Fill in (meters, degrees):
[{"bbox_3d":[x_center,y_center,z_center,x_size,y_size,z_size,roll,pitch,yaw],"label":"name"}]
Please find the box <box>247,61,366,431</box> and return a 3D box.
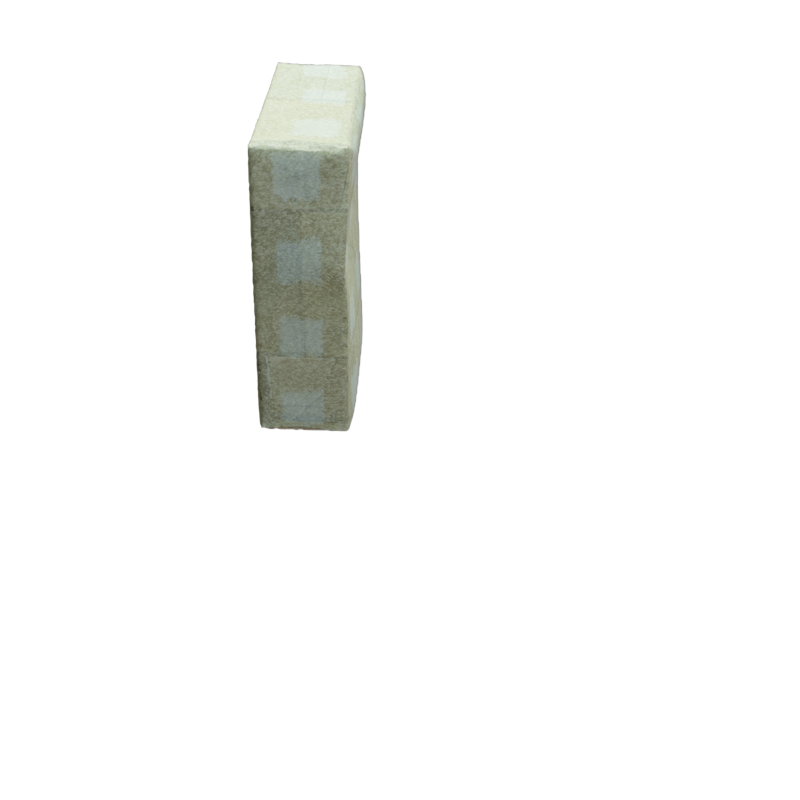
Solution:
[{"bbox_3d":[-0.061,-0.112,0.785,0.072,0.201,0.174,2,31,0],"label":"box"}]
